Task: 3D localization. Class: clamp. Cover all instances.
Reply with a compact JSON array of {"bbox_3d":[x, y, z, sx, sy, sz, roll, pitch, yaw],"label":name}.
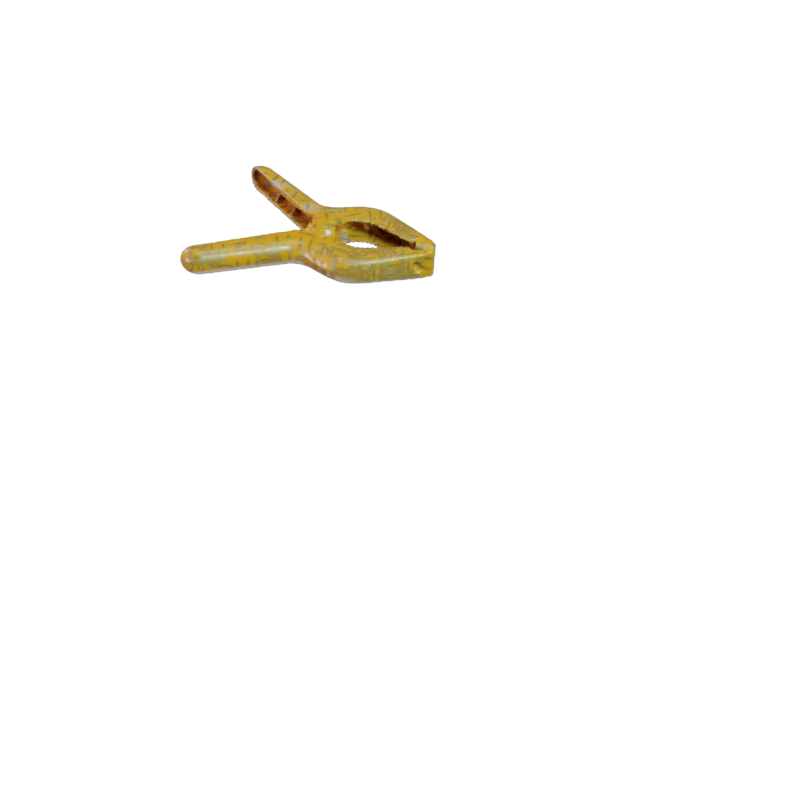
[{"bbox_3d":[-0.076,-0.138,0.966,0.218,0.034,0.170,18,43,20],"label":"clamp"}]
